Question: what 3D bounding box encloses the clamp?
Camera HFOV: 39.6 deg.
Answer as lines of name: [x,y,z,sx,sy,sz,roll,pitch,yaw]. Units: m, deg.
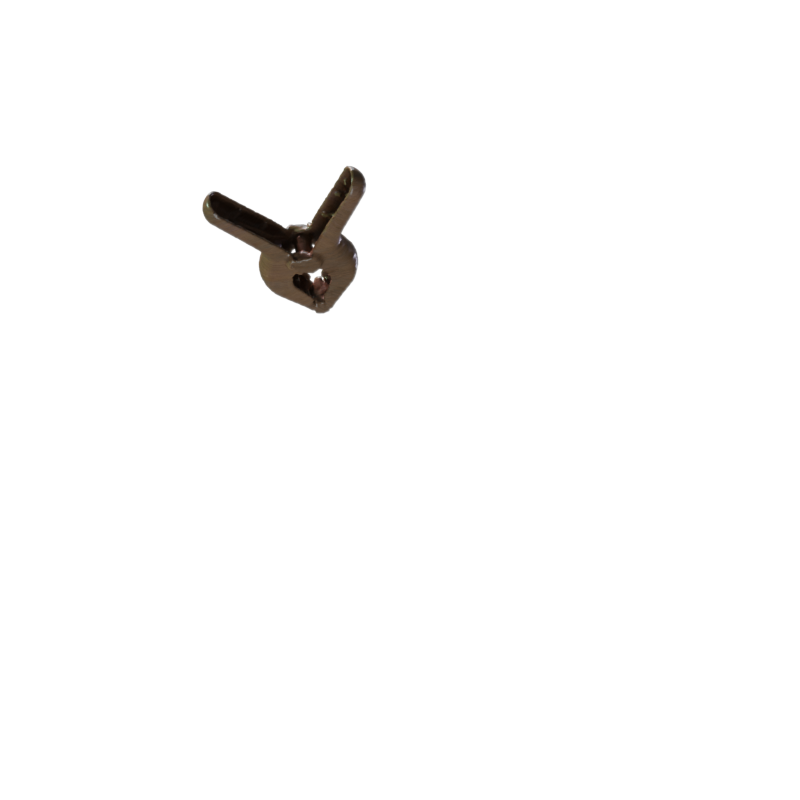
clamp: [-0.067,-0.123,0.861,0.122,0.042,0.159,-8,-25,16]
